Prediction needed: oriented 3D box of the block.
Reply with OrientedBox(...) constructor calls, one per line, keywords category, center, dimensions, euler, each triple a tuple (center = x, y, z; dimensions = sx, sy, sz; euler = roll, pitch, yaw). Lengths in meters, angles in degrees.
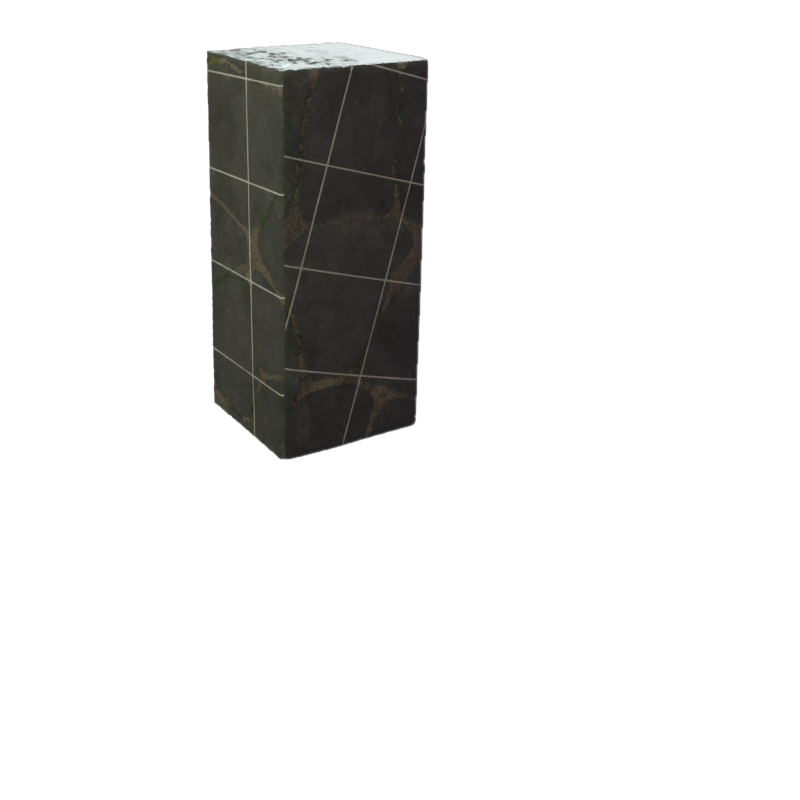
OrientedBox(category="block", center=(-0.047, -0.087, 0.611), dimensions=(0.088, 0.198, 0.096), euler=(-10, 21, -31))
